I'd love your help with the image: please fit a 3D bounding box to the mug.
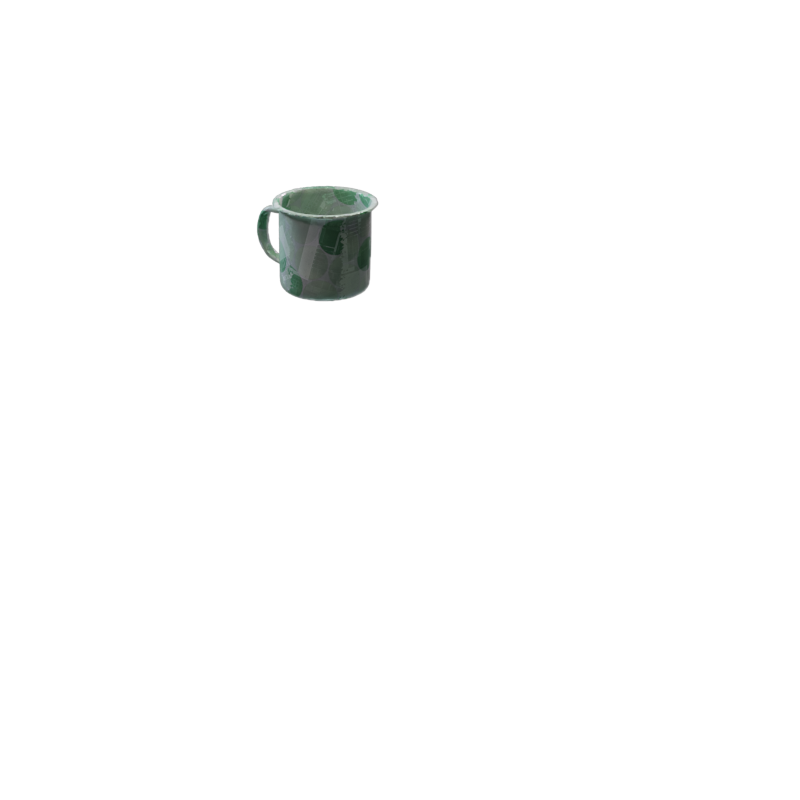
[{"bbox_3d":[-0.078,-0.141,0.990,0.122,0.078,0.094,13,26,25],"label":"mug"}]
